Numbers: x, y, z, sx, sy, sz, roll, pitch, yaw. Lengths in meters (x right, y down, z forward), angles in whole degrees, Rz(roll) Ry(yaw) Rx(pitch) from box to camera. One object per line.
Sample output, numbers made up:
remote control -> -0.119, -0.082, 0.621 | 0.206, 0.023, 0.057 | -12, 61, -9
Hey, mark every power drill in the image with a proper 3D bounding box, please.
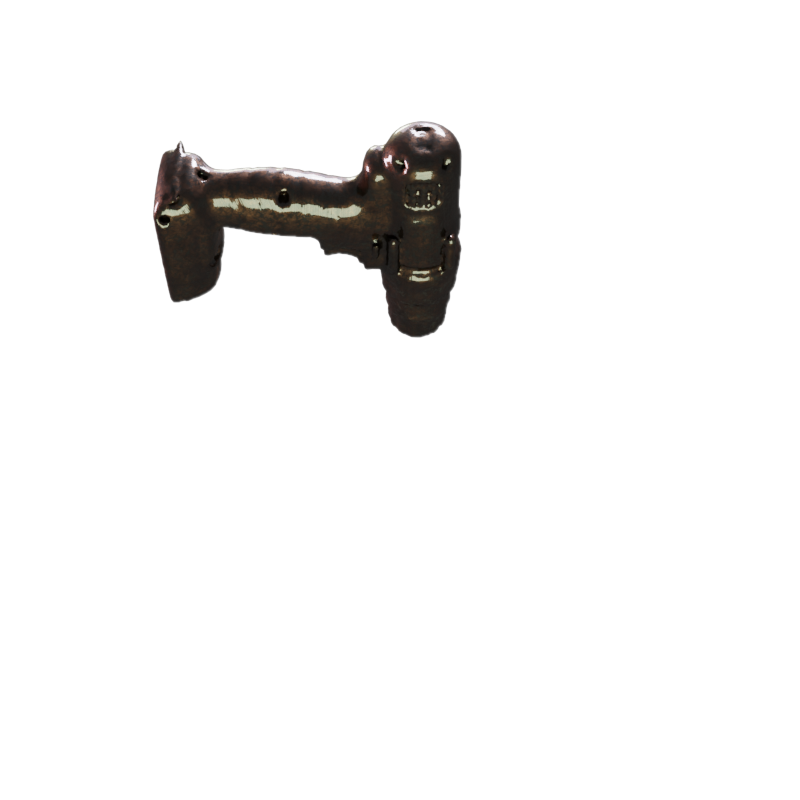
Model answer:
power drill -> -0.055, -0.100, 0.703 | 0.188, 0.061, 0.172 | -1, -37, 1
